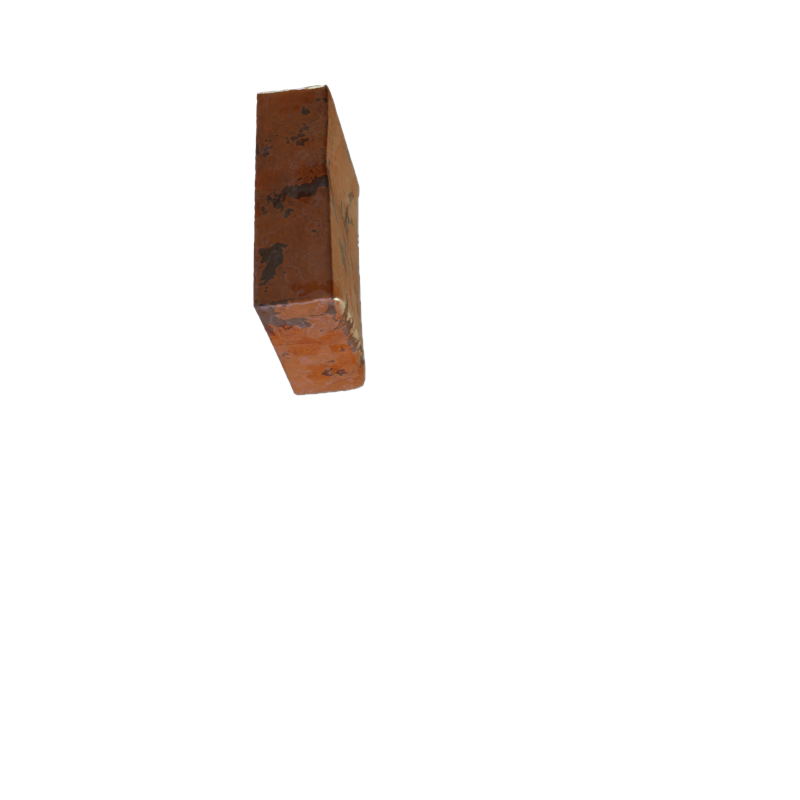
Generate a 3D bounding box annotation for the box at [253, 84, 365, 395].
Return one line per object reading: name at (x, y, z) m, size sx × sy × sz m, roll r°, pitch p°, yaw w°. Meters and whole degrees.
box at (-0.074, -0.136, 0.949) m, size 0.072 × 0.228 × 0.153 m, roll -6°, pitch -30°, yaw 6°
